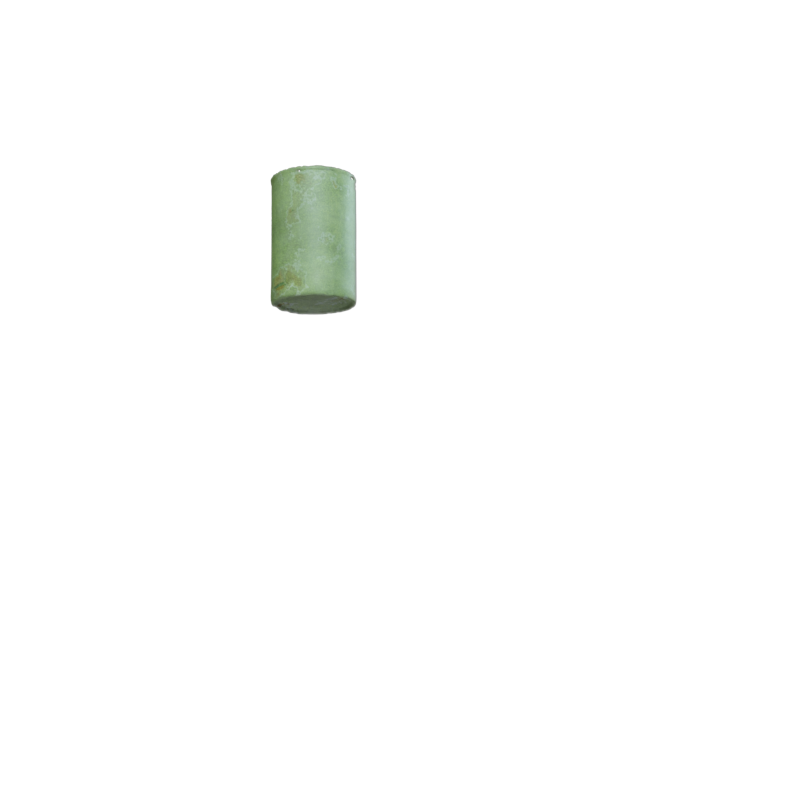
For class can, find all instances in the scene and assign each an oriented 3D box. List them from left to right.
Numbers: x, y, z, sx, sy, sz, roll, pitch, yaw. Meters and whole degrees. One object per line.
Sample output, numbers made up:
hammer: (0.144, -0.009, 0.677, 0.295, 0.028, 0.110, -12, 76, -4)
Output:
can: (-0.068, -0.123, 0.863, 0.068, 0.106, 0.066, 0, -14, -2)
